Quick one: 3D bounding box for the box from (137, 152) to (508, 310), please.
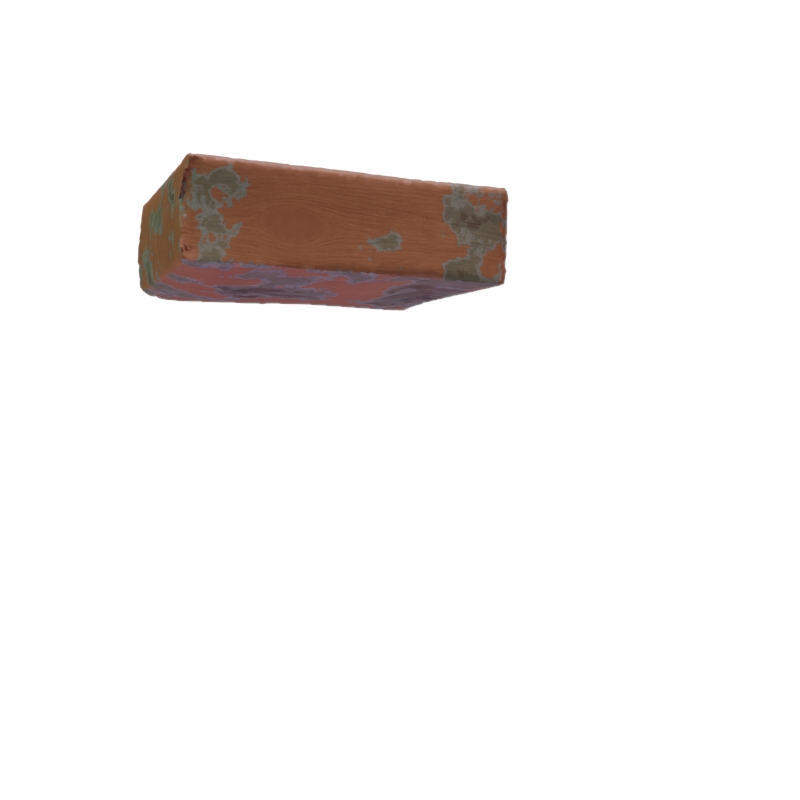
[{"bbox_3d":[-0.031,-0.056,0.395,0.111,0.040,0.091,1,-3,-19],"label":"box"}]
